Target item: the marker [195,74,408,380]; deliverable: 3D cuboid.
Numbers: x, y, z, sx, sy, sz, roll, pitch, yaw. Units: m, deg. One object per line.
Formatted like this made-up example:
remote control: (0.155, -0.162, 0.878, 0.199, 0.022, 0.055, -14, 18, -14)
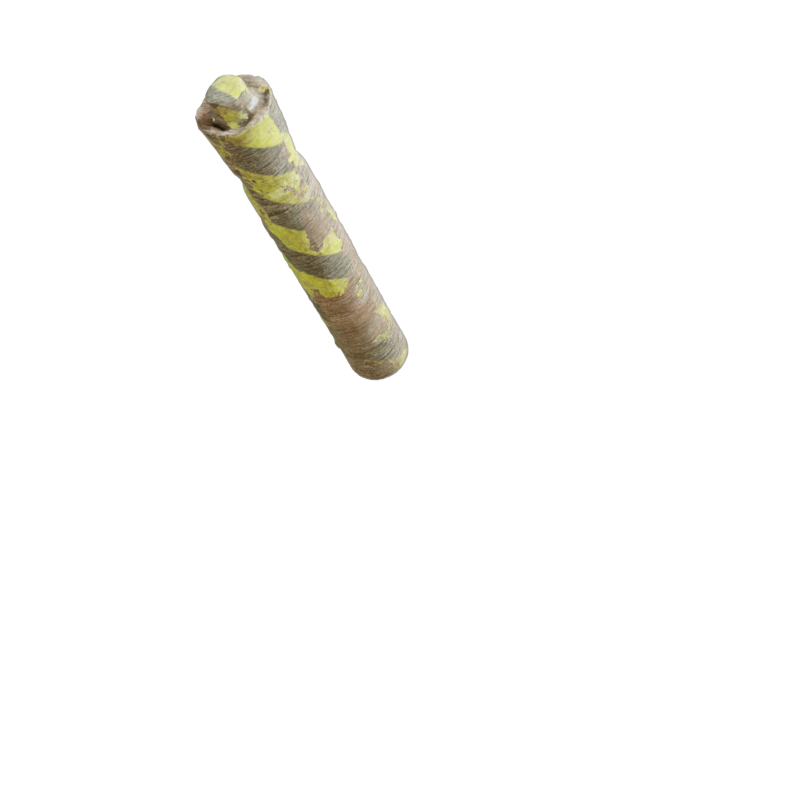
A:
marker: (-0.023, -0.042, 0.292, 0.020, 0.021, 0.112, 2, -29, 21)
